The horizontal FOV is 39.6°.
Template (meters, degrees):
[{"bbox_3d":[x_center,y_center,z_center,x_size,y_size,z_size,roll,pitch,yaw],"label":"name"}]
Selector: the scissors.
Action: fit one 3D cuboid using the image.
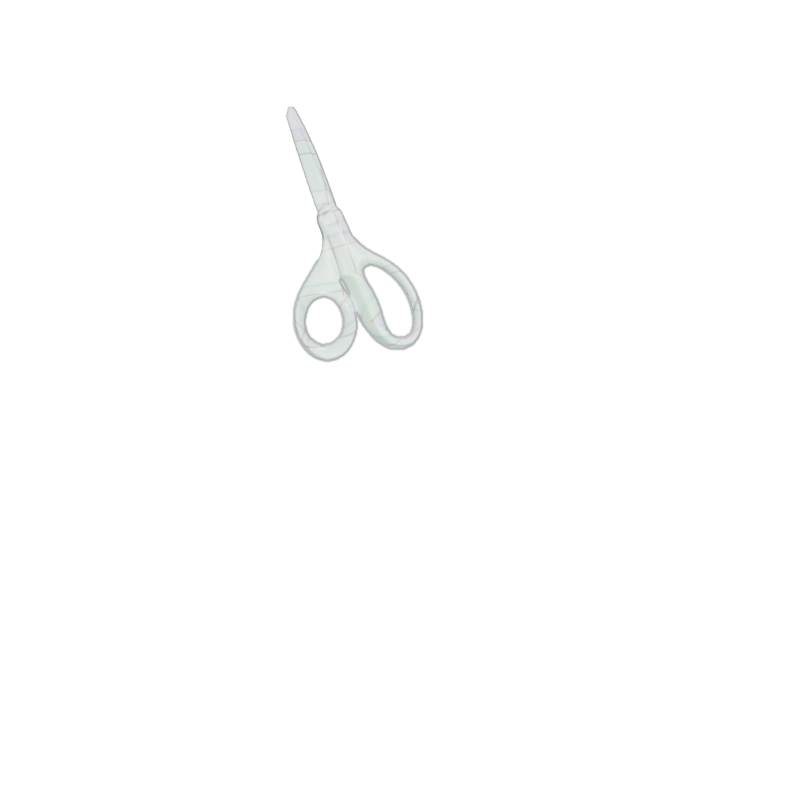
[{"bbox_3d":[-0.062,-0.112,0.786,0.096,0.212,0.015,-32,-18,-12],"label":"scissors"}]
